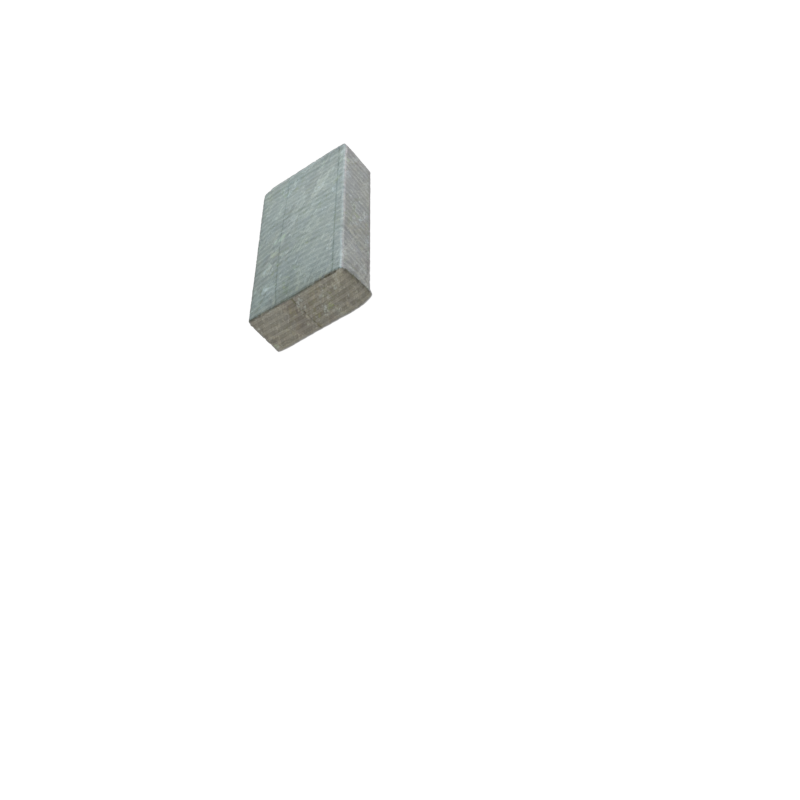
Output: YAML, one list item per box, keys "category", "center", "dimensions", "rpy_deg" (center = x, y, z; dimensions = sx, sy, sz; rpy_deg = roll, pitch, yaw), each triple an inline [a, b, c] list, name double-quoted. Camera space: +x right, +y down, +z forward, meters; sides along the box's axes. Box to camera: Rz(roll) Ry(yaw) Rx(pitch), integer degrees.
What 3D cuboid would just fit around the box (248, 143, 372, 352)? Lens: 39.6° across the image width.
- category: "box"
  center: [-0.071, -0.129, 0.903]
  dimensions: [0.093, 0.189, 0.045]
  rpy_deg: [-29, -52, 21]
